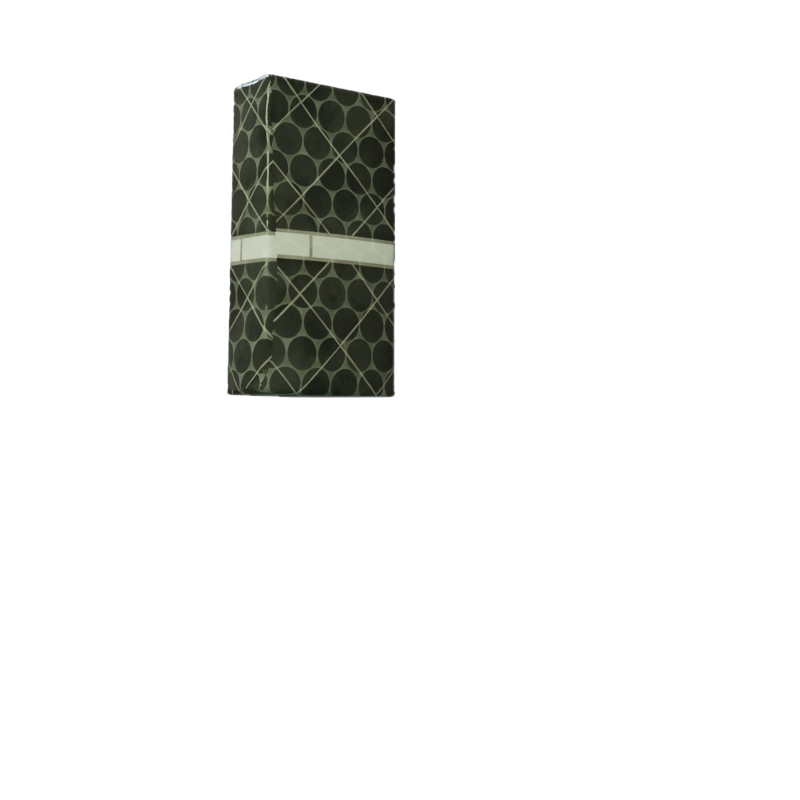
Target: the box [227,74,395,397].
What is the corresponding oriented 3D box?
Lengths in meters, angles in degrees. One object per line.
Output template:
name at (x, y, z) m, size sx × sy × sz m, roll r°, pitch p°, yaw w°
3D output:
box at (-0.050, -0.091, 0.635) m, size 0.089 × 0.180 × 0.049 m, roll 5°, pitch -11°, yaw -36°
